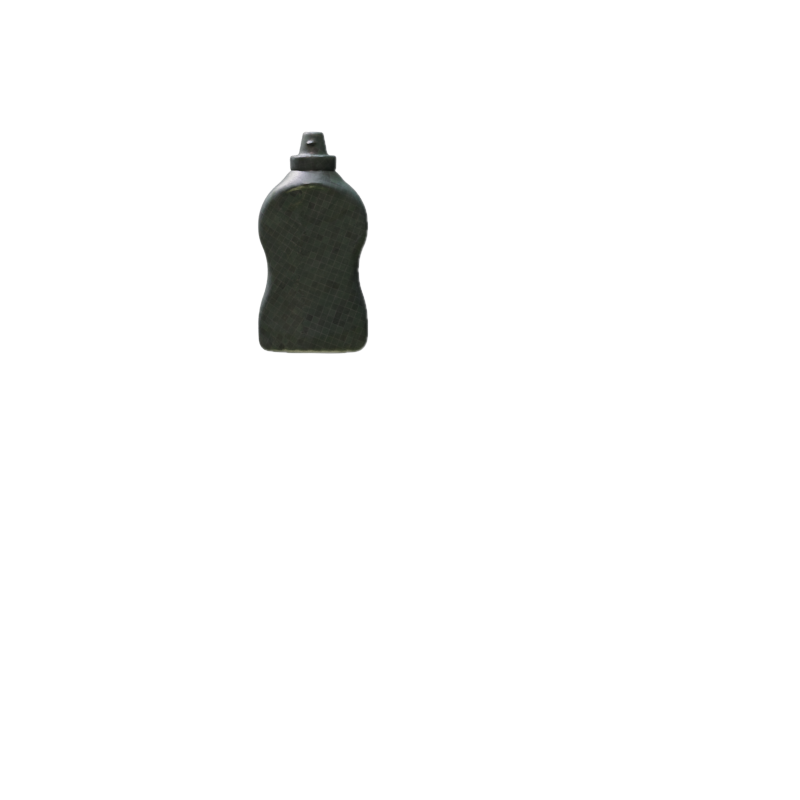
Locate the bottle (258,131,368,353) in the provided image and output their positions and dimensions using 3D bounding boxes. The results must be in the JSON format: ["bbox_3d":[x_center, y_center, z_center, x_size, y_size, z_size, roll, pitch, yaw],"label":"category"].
[{"bbox_3d":[-0.076,-0.139,0.974,0.097,0.190,0.058,1,4,5],"label":"bottle"}]
